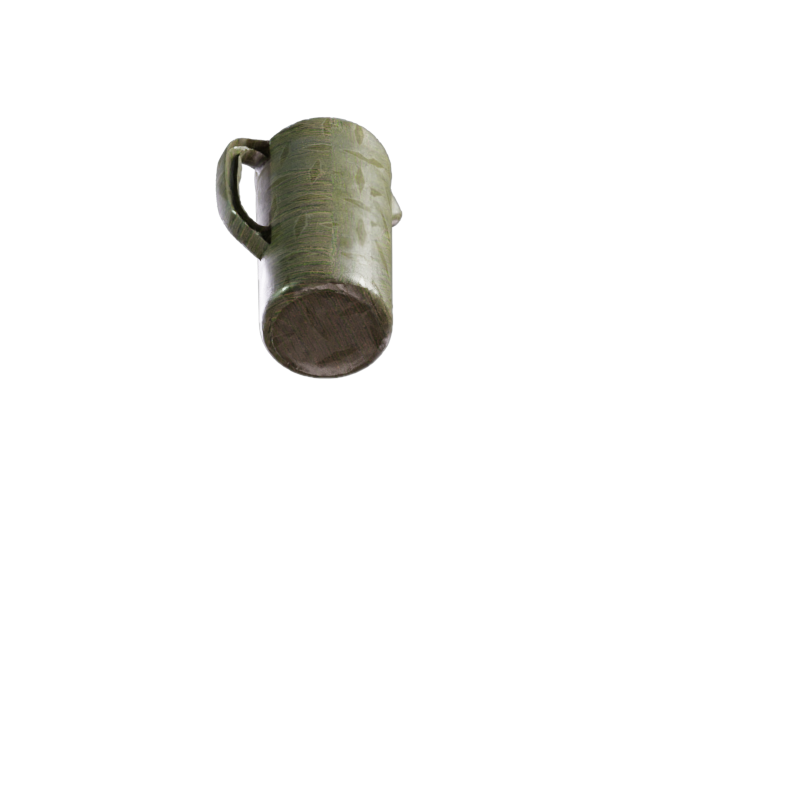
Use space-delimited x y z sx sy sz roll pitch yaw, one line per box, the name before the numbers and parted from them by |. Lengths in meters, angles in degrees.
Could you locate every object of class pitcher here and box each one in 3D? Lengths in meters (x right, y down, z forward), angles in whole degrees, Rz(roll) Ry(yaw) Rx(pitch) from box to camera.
pitcher | -0.076 -0.139 0.976 0.150 0.134 0.260 -13 39 7
